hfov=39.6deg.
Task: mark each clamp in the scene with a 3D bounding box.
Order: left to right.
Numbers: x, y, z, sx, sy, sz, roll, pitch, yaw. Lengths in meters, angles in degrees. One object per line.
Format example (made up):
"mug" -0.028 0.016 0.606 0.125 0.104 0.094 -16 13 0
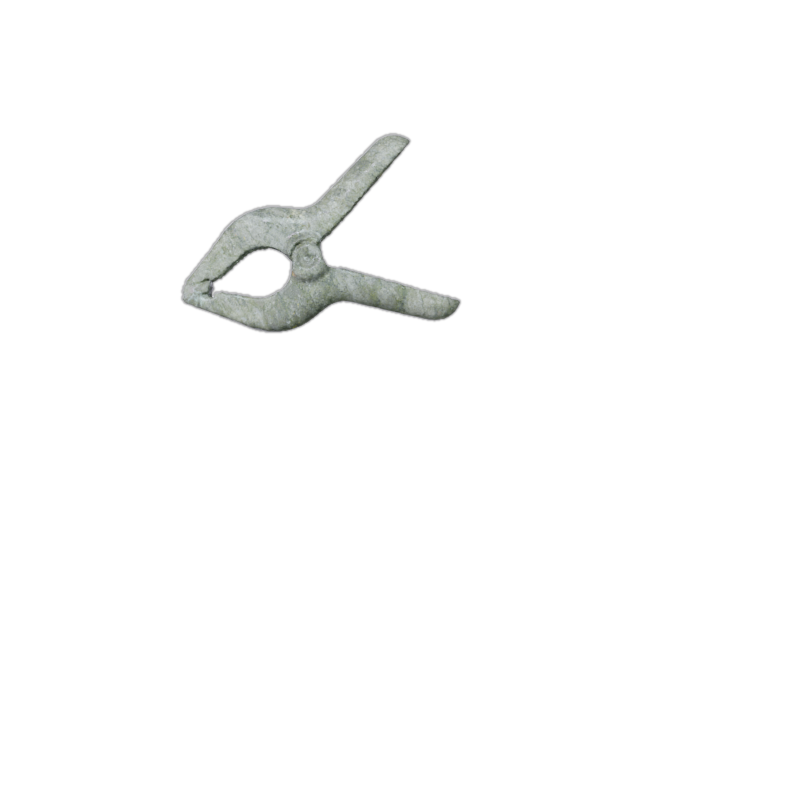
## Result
"clamp" -0.055 -0.100 0.701 0.171 0.124 0.038 -8 -11 -2
